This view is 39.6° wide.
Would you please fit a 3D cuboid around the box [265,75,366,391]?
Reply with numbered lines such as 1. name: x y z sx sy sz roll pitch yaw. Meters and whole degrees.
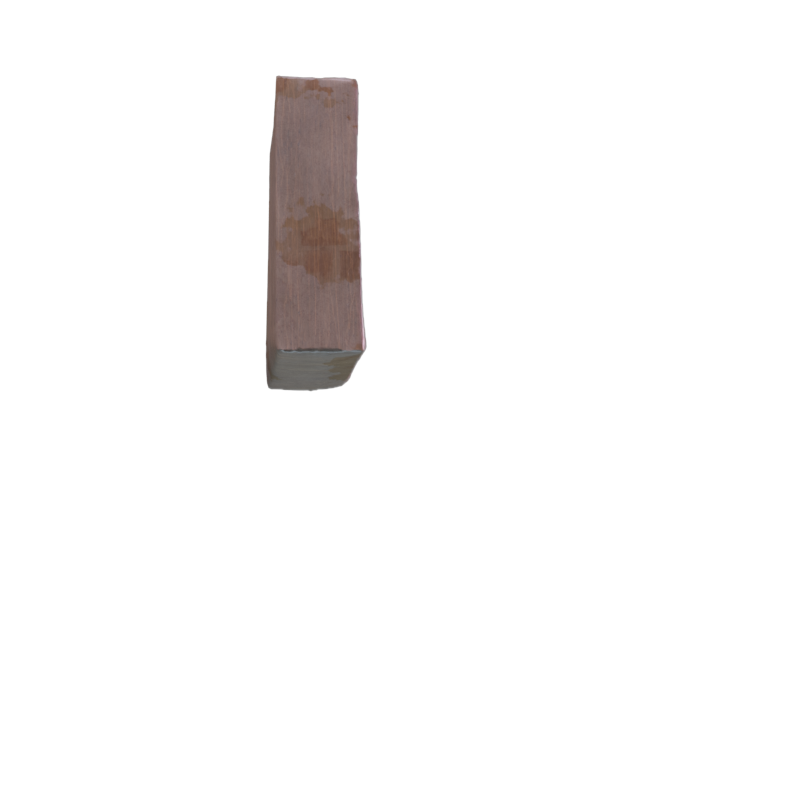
1. box: -0.069 -0.126 0.880 0.071 0.222 0.160 1 -14 -8
